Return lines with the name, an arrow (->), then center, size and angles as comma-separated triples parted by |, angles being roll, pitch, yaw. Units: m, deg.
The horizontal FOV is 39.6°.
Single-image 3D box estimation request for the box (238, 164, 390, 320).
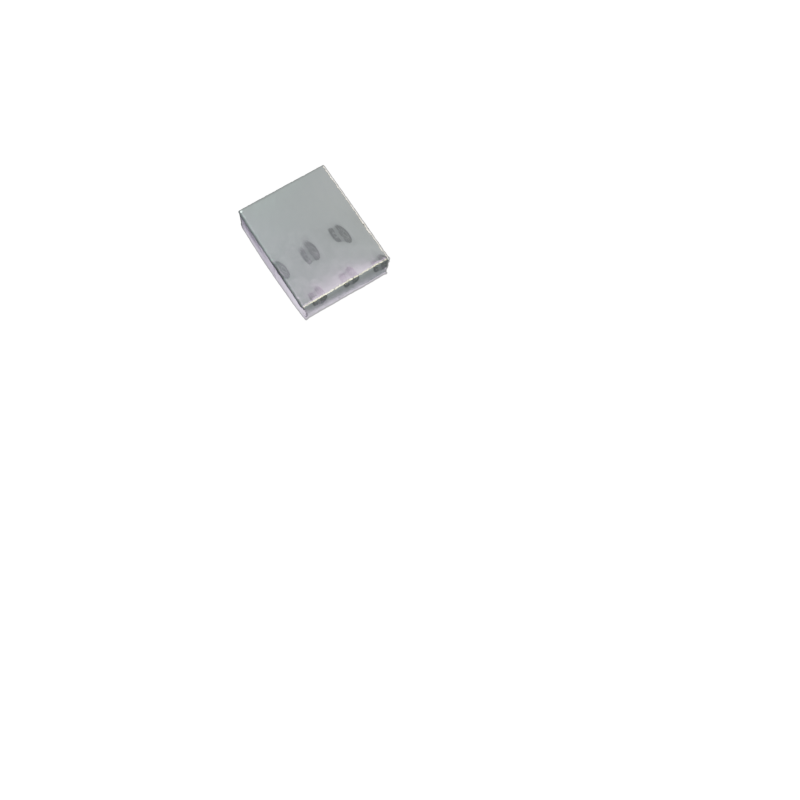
box -> -0.077, -0.139, 0.977 | 0.090, 0.119, 0.037 | -31, -18, -12
